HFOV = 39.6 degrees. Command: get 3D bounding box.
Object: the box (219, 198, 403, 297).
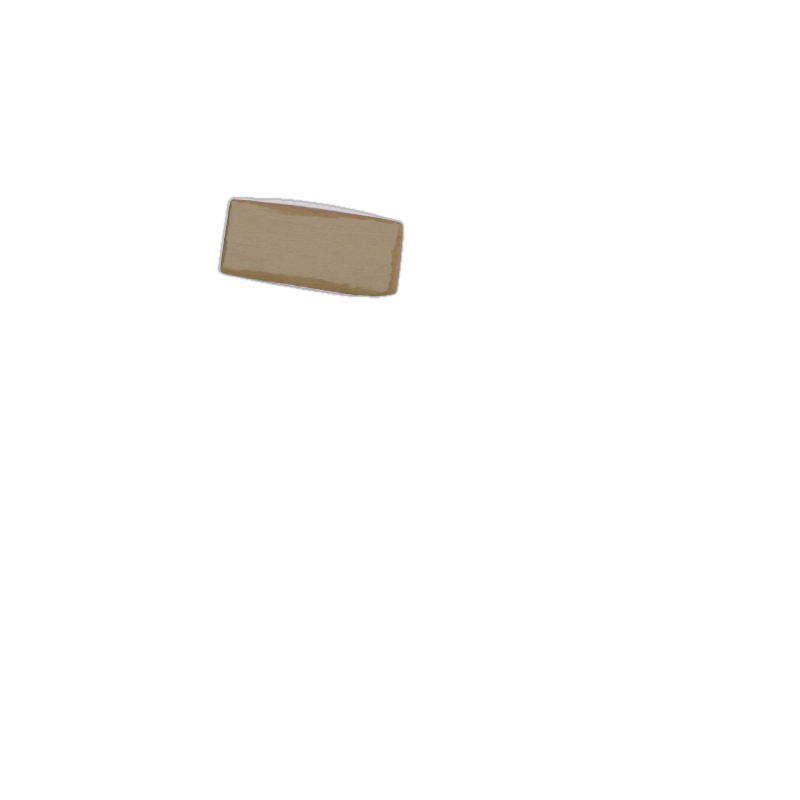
[{"bbox_3d":[-0.051,-0.093,0.652,0.093,0.047,0.180,8,11,-5],"label":"box"}]
